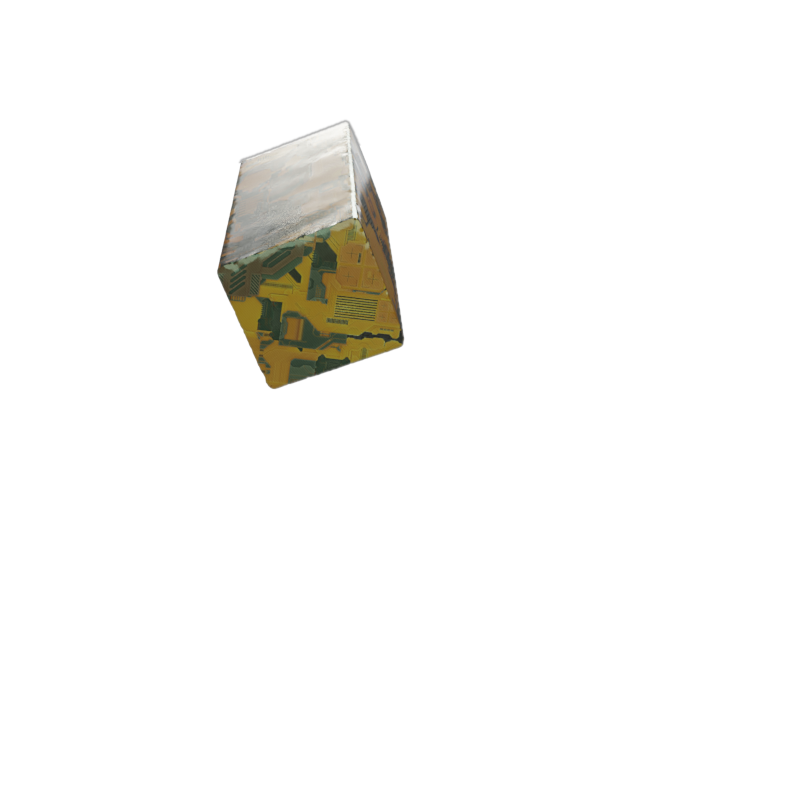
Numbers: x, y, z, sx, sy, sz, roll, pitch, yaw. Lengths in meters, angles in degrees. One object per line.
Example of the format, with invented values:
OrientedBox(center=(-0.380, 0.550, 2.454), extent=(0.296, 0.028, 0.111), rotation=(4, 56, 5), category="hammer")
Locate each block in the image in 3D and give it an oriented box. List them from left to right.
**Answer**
OrientedBox(center=(-0.058, -0.106, 0.748), extent=(0.091, 0.085, 0.218), rotation=(-19, 27, 6), category="block")
